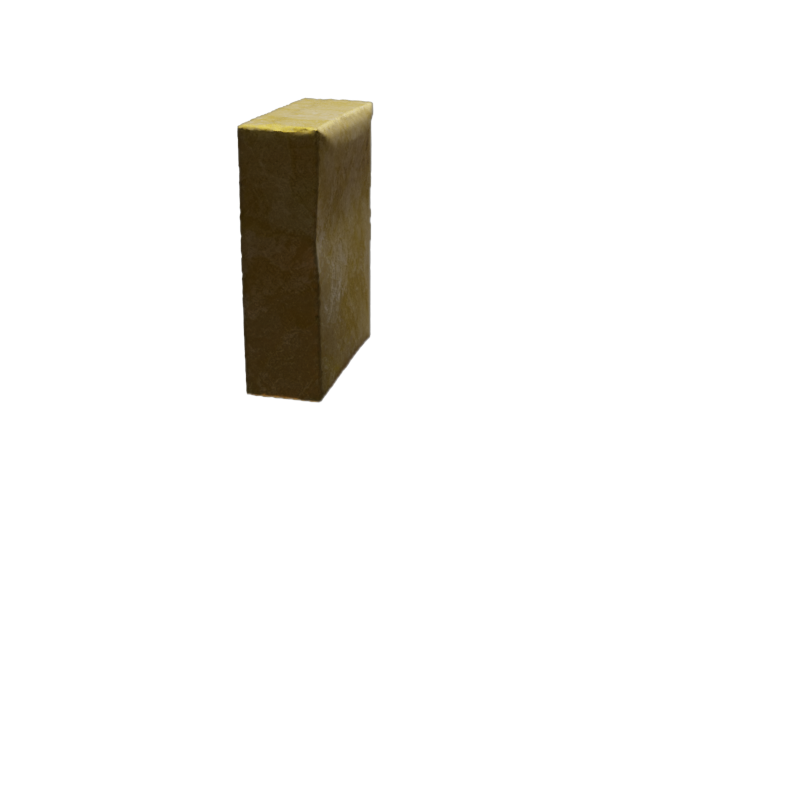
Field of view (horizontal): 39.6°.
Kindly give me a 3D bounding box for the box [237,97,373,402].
[{"bbox_3d":[-0.070,-0.129,0.900,0.073,0.206,0.167,5,19,12],"label":"box"}]
